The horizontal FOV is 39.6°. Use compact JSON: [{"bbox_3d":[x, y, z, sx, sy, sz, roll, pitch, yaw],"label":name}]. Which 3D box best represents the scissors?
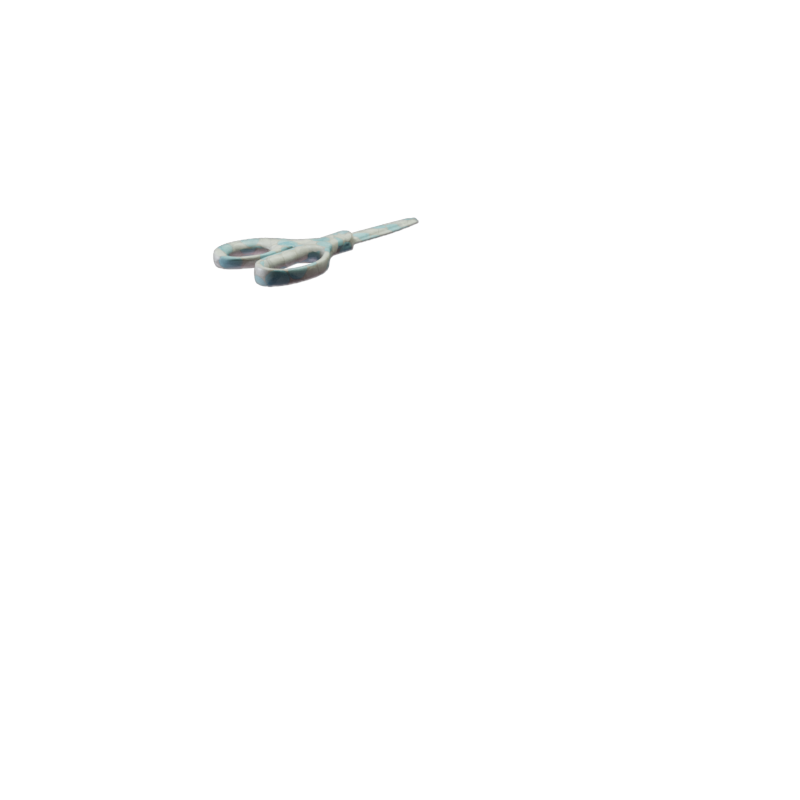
[{"bbox_3d":[-0.067,-0.121,0.851,0.100,0.015,0.203,9,24,21],"label":"scissors"}]
